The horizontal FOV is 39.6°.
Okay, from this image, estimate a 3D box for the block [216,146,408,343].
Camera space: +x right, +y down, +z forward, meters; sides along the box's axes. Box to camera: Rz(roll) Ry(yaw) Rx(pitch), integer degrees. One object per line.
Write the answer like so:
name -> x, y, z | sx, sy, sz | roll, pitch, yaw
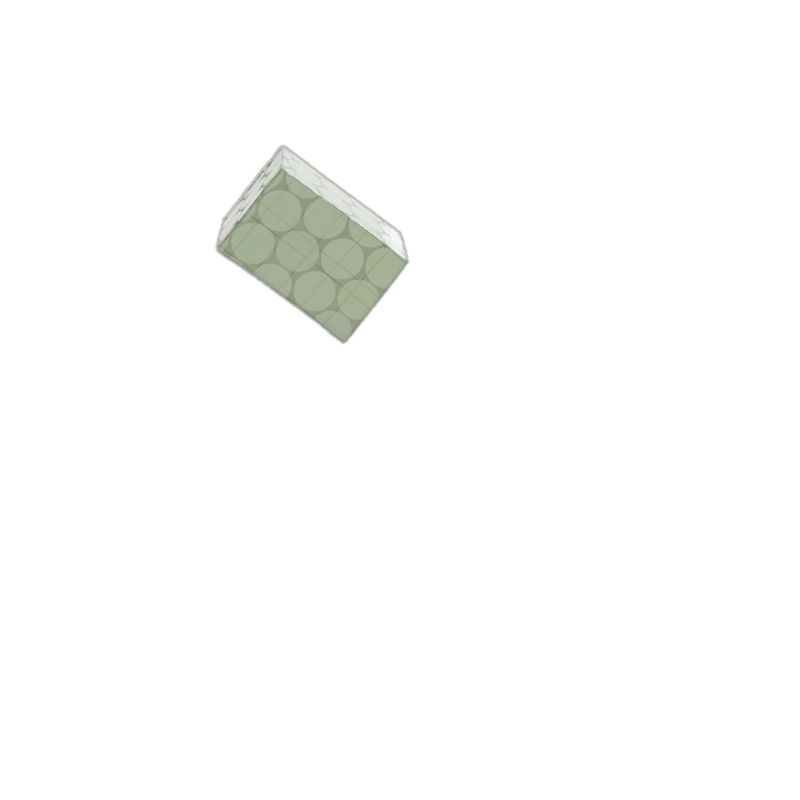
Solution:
block -> -0.042, -0.077, 0.541 | 0.076, 0.052, 0.053 | 37, 14, -12
